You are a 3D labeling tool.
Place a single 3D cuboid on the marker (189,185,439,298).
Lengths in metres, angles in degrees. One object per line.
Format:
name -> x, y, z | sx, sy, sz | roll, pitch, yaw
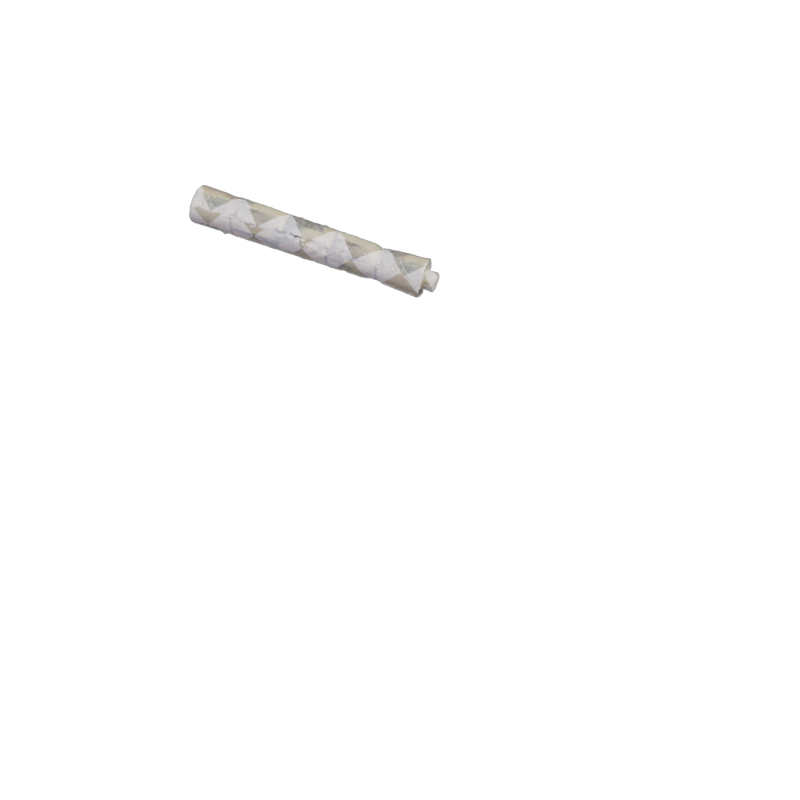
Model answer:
marker -> -0.040, -0.074, 0.515 | 0.124, 0.019, 0.019 | 20, 8, 14
